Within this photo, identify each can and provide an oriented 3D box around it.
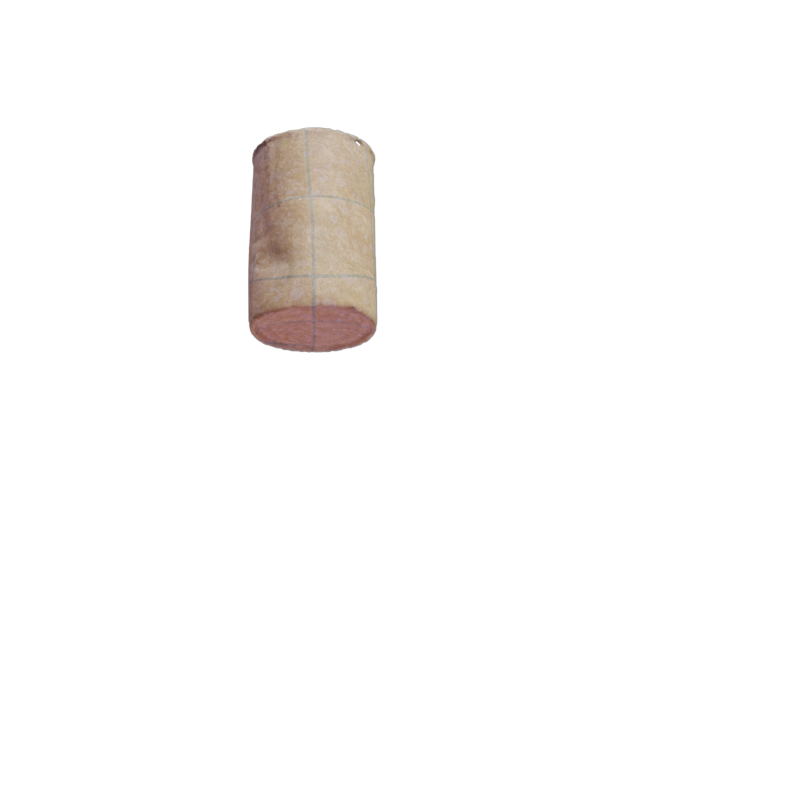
[{"bbox_3d":[-0.046,-0.084,0.589,0.068,0.108,0.065,0,-23,-2],"label":"can"}]
